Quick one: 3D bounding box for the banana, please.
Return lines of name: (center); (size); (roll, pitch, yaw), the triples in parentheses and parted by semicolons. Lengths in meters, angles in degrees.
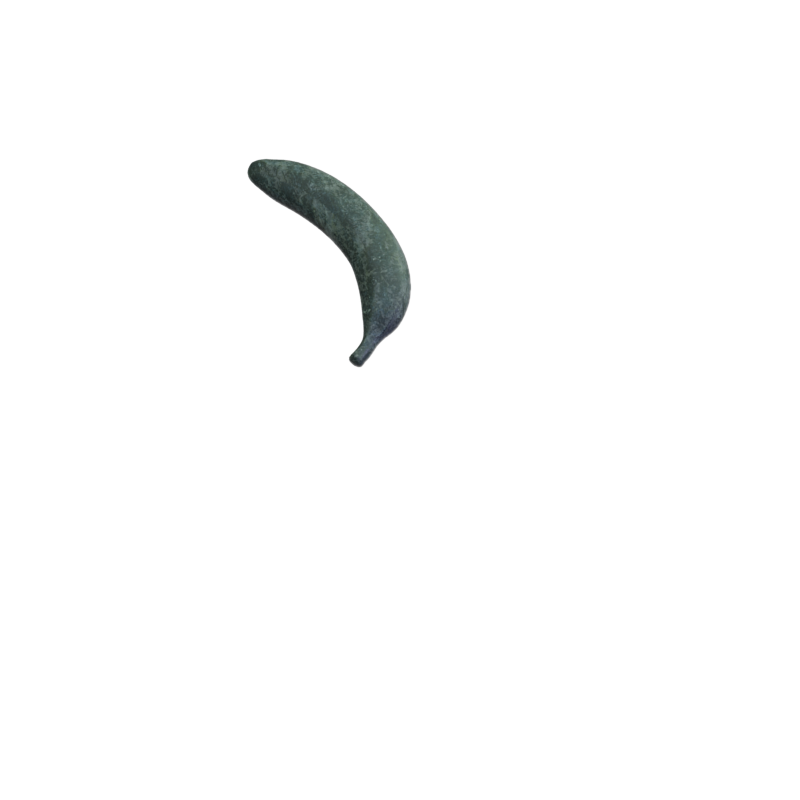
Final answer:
banana: (-0.043, -0.115, 0.783); (0.069, 0.214, 0.034); (-19, -37, -16)
